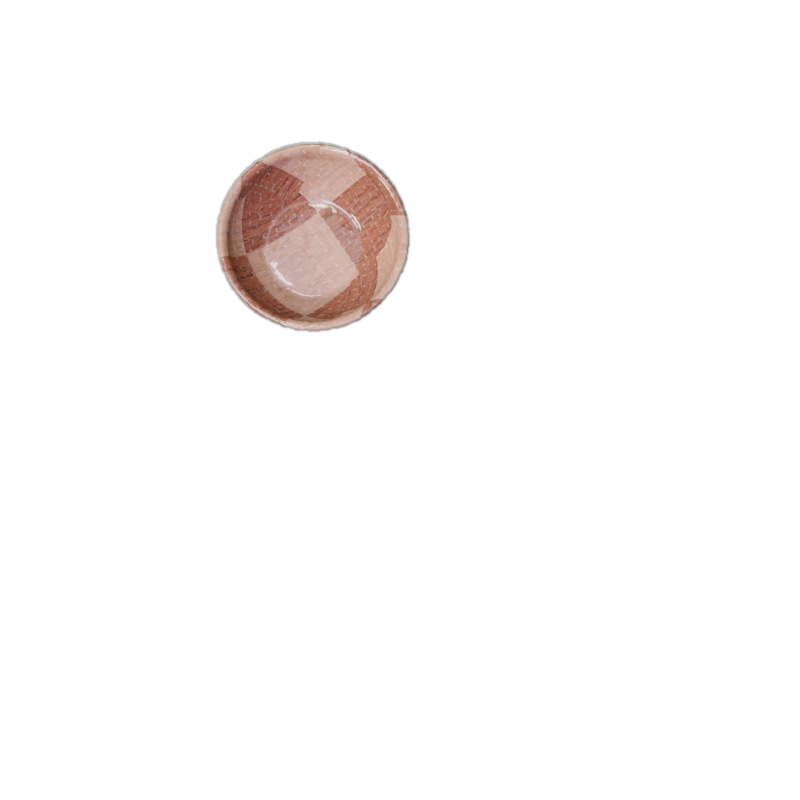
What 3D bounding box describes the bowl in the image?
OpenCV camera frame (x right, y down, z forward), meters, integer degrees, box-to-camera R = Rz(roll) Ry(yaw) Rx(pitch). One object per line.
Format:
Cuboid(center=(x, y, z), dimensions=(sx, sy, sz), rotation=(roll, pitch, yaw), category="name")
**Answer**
Cuboid(center=(-0.075, -0.136, 0.952), dimensions=(0.162, 0.167, 0.053), rotation=(0, -11, -1), category="bowl")
